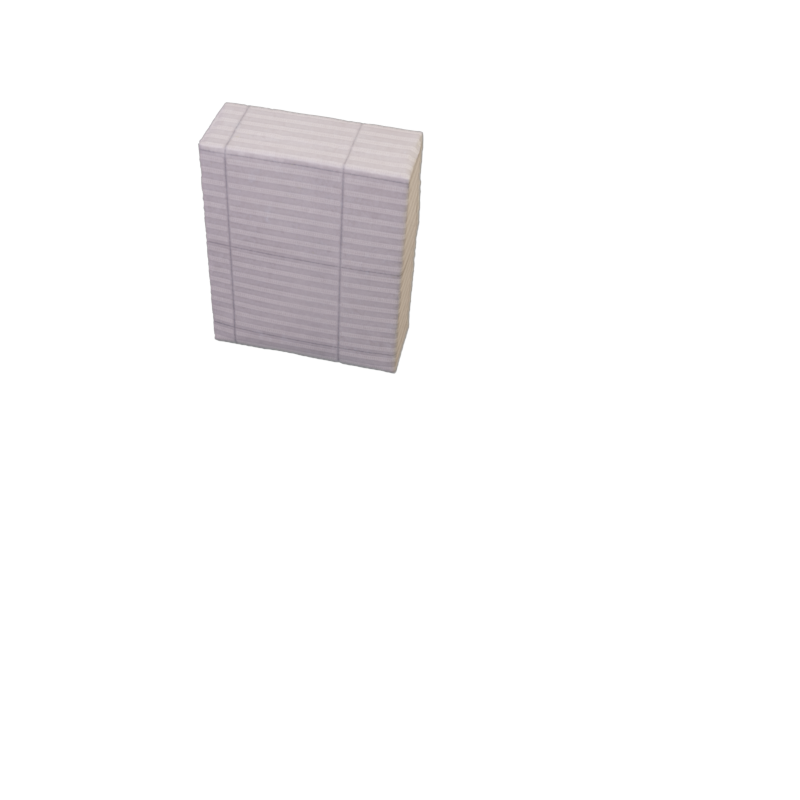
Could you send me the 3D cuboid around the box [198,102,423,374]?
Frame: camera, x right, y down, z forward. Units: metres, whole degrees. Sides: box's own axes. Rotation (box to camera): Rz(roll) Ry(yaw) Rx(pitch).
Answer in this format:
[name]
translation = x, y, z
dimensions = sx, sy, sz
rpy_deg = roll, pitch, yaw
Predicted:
[box]
translation = -0.071, -0.129, 0.905
dimensions = 0.167, 0.199, 0.076
rpy_deg = 12, 45, 9
